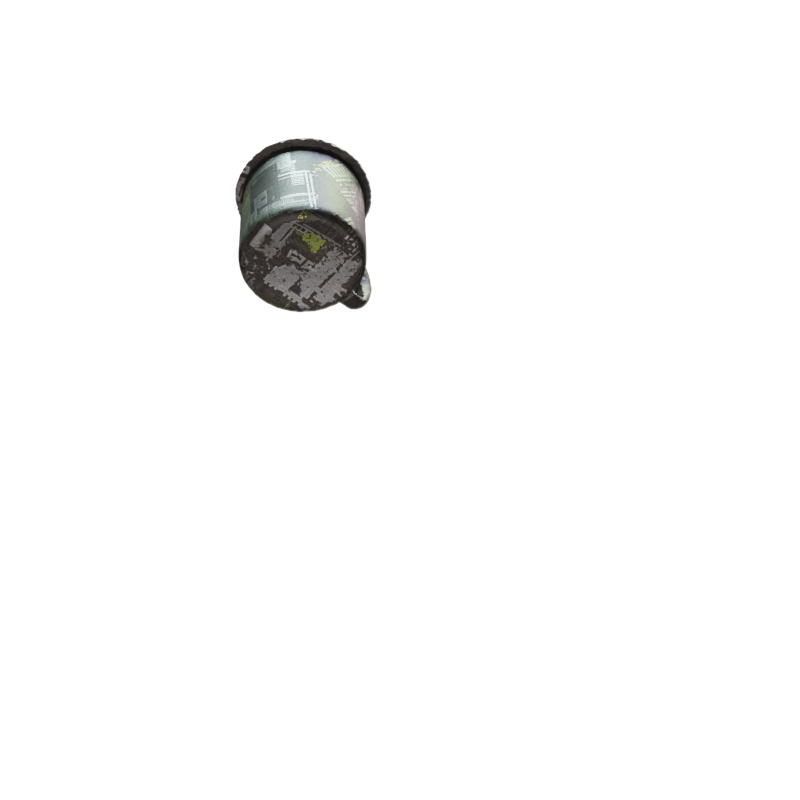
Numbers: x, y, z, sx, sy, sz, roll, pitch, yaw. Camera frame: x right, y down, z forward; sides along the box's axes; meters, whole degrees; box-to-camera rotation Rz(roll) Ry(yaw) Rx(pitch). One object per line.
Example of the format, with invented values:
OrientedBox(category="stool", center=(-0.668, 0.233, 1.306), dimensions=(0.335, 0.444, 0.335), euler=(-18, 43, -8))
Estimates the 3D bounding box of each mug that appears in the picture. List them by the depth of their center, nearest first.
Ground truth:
OrientedBox(category="mug", center=(-0.057, -0.105, 0.733), dimensions=(0.093, 0.109, 0.087), euler=(-28, 34, 19))
